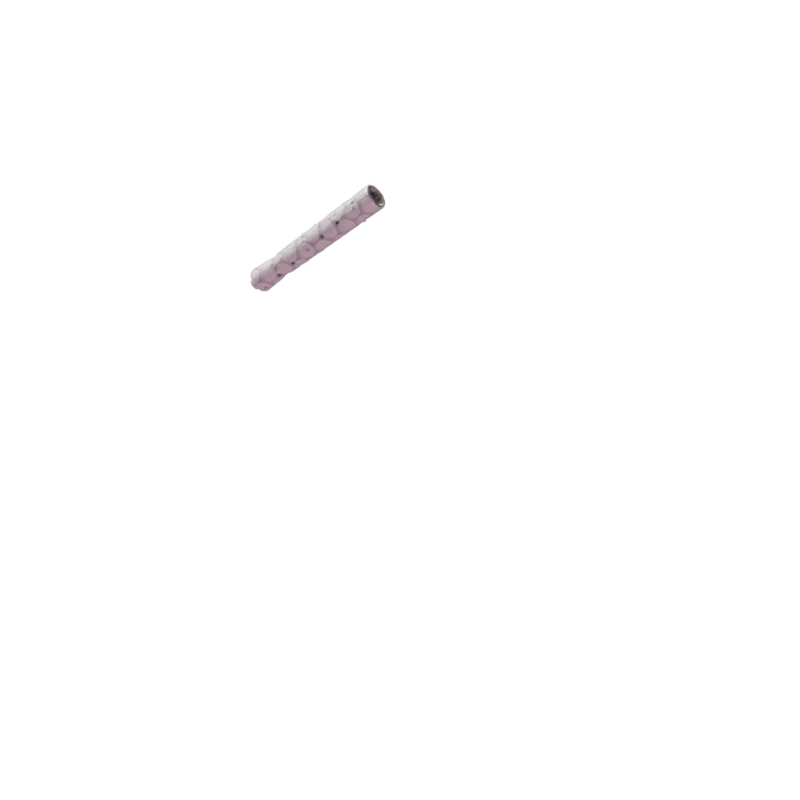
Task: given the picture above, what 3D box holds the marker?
[{"bbox_3d":[-0.060,-0.110,0.771,0.120,0.021,0.019,-31,-14,31],"label":"marker"}]
